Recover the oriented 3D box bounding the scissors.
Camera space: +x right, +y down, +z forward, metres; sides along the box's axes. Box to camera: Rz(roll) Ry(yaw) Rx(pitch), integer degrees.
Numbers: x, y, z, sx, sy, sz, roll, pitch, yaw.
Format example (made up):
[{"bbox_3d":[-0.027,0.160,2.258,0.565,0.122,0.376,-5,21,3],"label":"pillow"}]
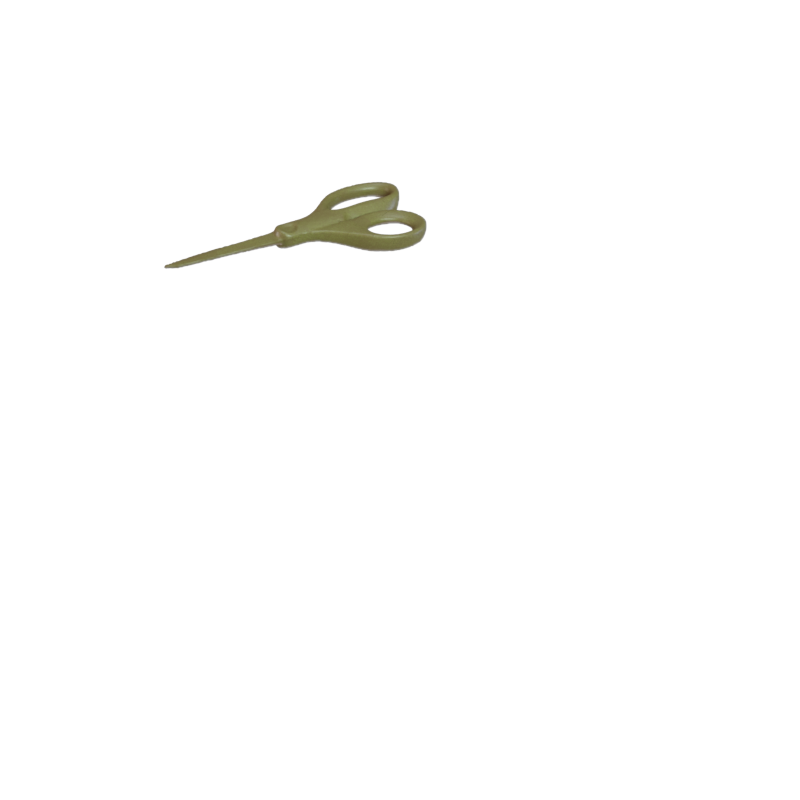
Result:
[{"bbox_3d":[-0.063,-0.116,0.809,0.103,0.015,0.202,29,45,34],"label":"scissors"}]
